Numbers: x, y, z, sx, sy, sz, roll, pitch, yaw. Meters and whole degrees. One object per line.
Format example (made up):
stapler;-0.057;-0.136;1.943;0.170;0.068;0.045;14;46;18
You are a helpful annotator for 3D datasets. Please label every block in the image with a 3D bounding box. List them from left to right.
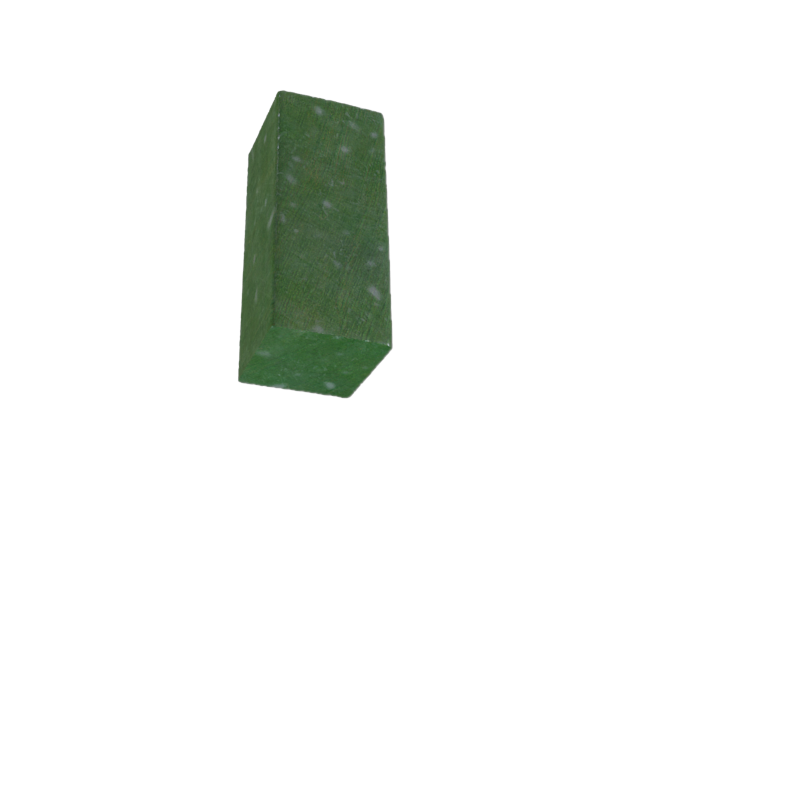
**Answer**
block;-0.065;-0.119;0.834;0.088;0.220;0.088;9;-32;-19
